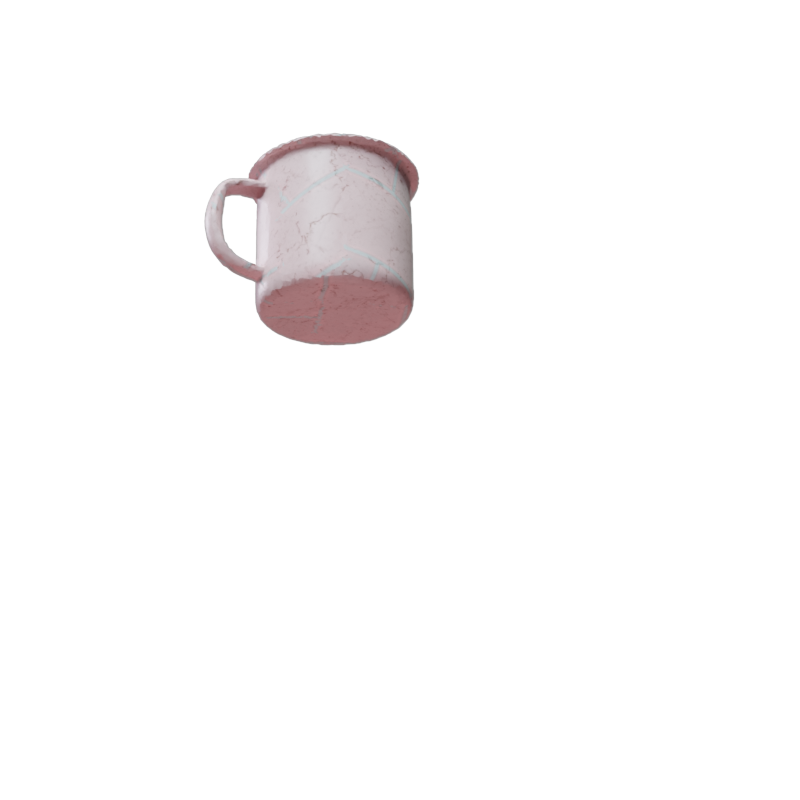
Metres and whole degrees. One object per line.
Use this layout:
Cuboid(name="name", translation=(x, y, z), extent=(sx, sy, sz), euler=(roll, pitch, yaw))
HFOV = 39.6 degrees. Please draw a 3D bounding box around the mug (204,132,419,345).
Cuboid(name="mug", translation=(-0.045, -0.083, 0.579), extent=(0.113, 0.086, 0.091), euler=(11, -29, -24))
